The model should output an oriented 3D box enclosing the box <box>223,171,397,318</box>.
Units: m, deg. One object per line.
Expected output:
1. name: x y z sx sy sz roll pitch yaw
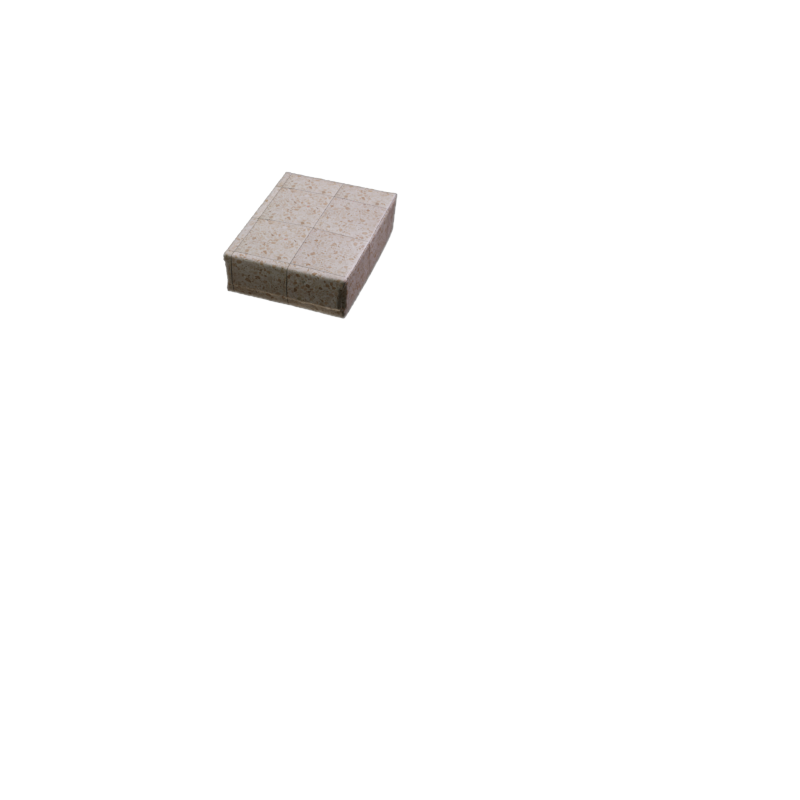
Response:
1. box: -0.062 -0.112 0.788 0.092 0.036 0.118 13 42 15
